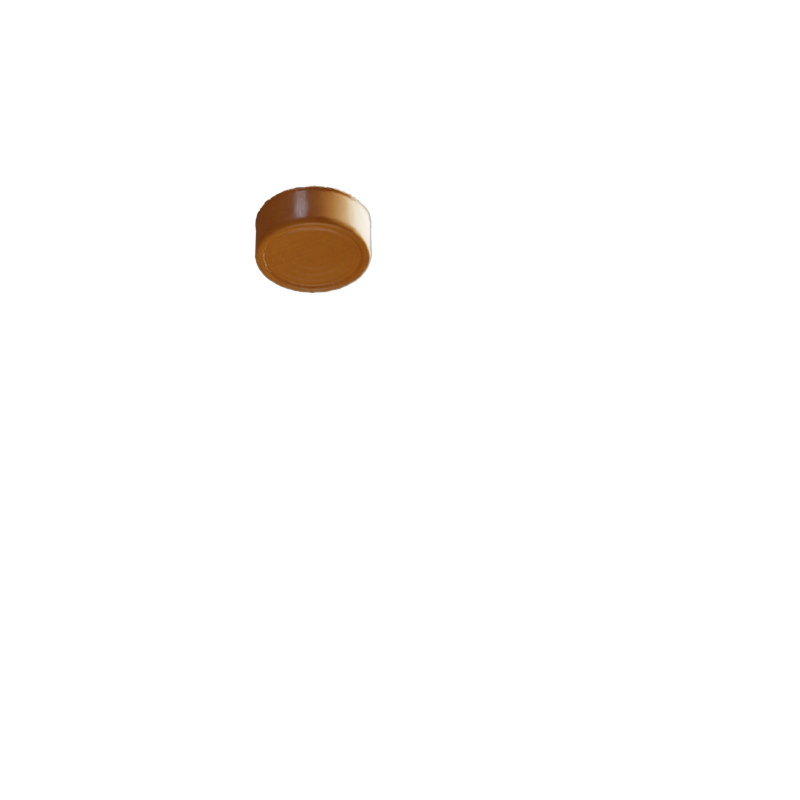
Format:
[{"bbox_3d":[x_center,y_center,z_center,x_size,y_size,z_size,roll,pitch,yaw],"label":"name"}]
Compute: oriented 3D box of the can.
[{"bbox_3d":[-0.063,-0.115,0.806,0.086,0.036,0.080,1,-34,-2],"label":"can"}]
